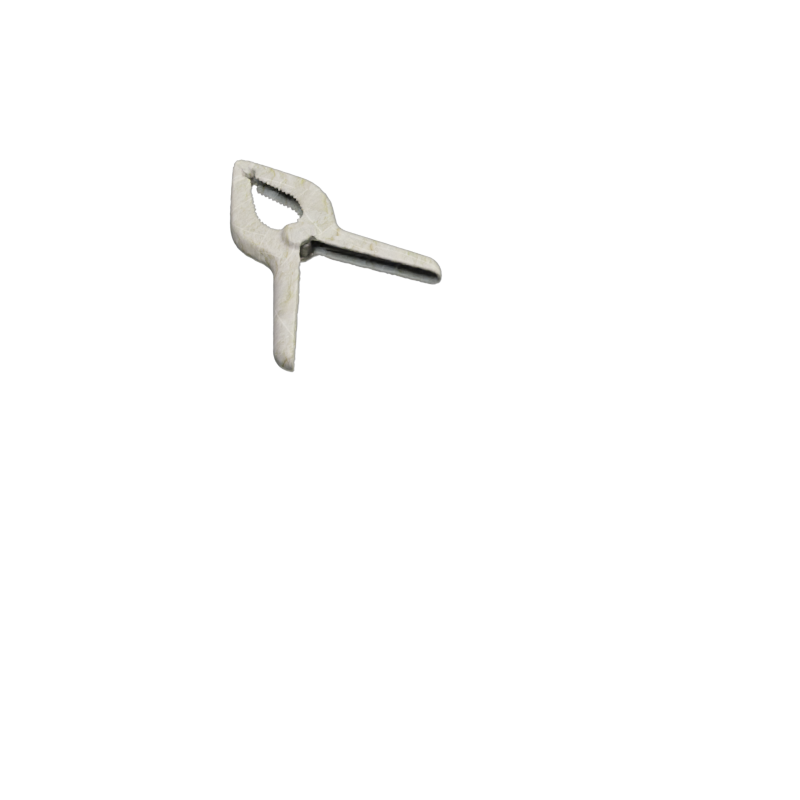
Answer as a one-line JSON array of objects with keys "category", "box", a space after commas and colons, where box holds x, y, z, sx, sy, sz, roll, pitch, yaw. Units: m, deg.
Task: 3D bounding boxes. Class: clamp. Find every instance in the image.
[{"category": "clamp", "box": [-0.076, -0.139, 0.970, 0.164, 0.225, 0.034, -24, -30, -15]}]
